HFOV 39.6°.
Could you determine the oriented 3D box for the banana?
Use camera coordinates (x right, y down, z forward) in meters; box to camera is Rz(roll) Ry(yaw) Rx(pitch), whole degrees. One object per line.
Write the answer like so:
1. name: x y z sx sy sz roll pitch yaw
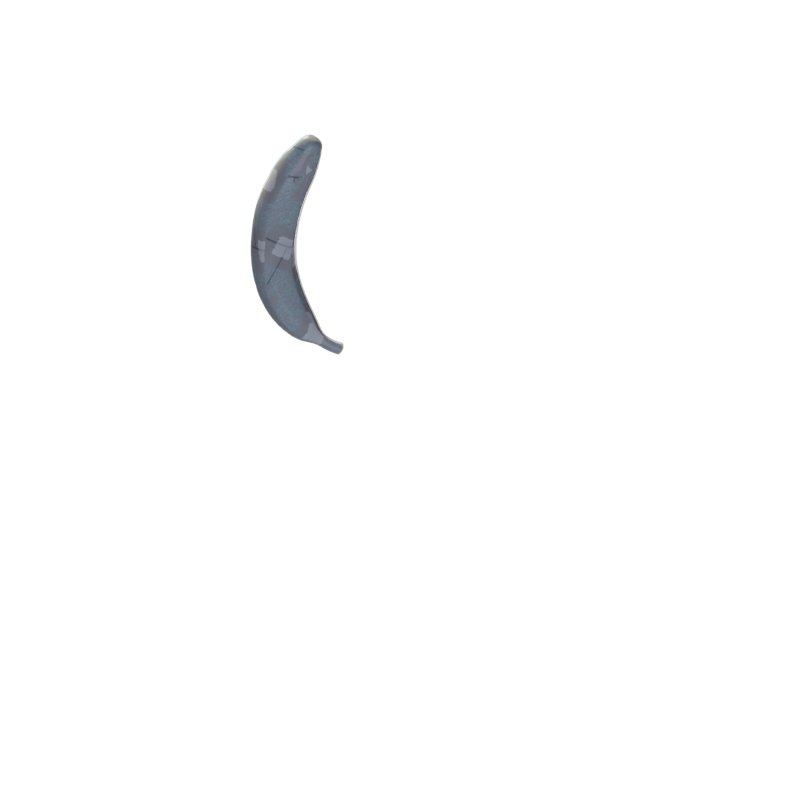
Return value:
1. banana: -0.089 -0.125 0.910 0.070 0.186 0.039 -4 30 2
